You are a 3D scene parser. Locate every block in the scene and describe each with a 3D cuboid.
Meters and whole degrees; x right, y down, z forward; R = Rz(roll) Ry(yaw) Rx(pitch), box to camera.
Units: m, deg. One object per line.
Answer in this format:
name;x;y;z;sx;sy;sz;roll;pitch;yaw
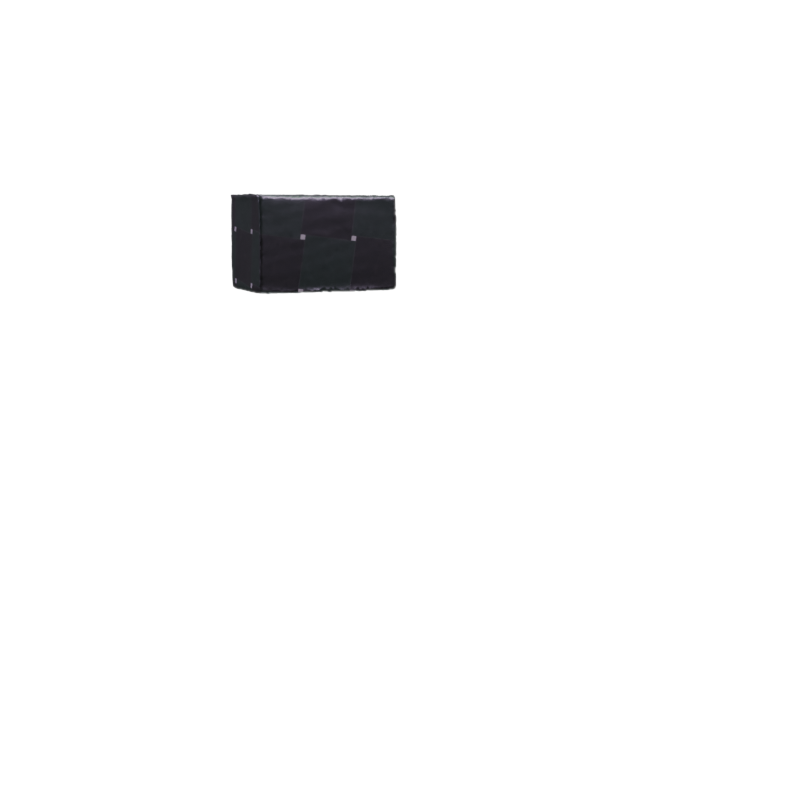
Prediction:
block;-0.046;-0.085;0.592;0.076;0.051;0.055;-3;6;-22
